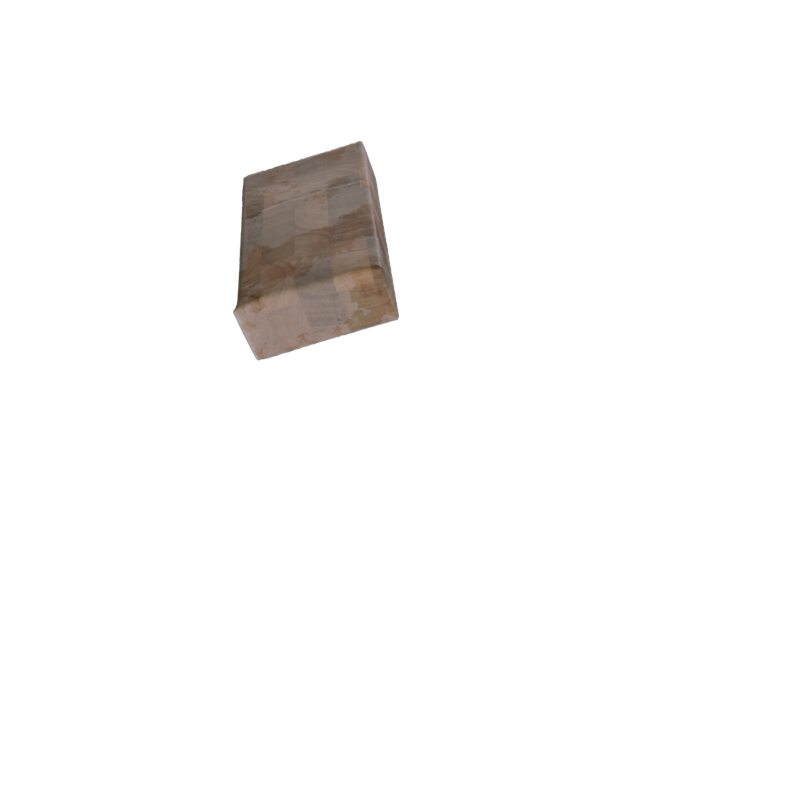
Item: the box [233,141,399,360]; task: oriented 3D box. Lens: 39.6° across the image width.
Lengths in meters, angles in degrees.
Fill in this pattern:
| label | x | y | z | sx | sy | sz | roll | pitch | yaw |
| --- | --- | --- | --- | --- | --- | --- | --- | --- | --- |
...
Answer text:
| label | x | y | z | sx | sy | sz | roll | pitch | yaw |
| --- | --- | --- | --- | --- | --- | --- | --- | --- | --- |
| box | -0.056 | -0.103 | 0.723 | 0.094 | 0.045 | 0.188 | -16 | 33 | 7 |
